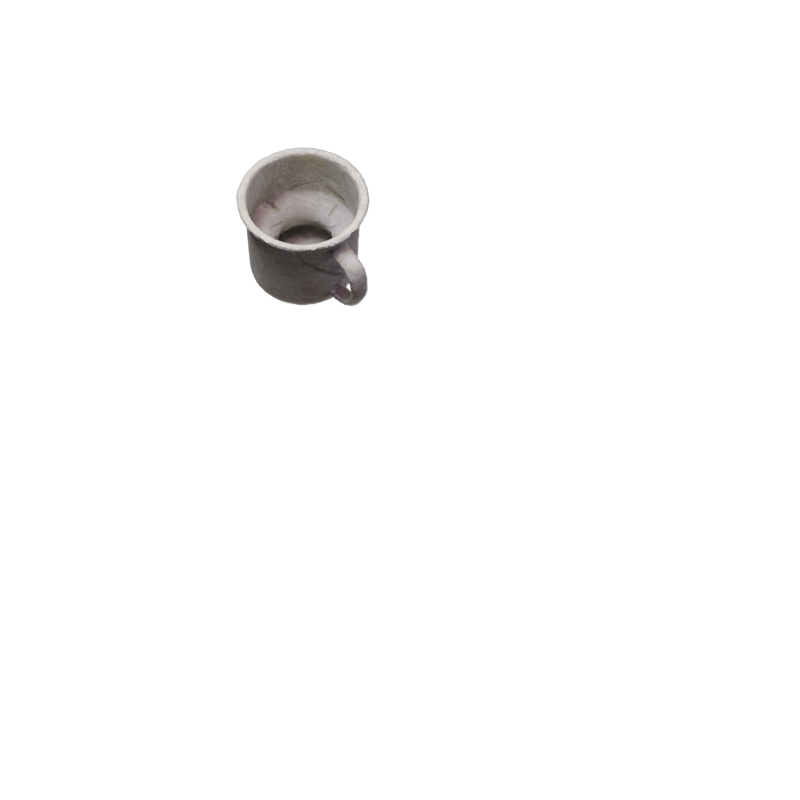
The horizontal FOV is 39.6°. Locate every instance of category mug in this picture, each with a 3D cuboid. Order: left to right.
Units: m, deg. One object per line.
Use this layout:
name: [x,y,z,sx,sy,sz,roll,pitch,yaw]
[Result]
mug: [-0.063,-0.115,0.803,0.094,0.125,0.076,-34,-26,-21]
